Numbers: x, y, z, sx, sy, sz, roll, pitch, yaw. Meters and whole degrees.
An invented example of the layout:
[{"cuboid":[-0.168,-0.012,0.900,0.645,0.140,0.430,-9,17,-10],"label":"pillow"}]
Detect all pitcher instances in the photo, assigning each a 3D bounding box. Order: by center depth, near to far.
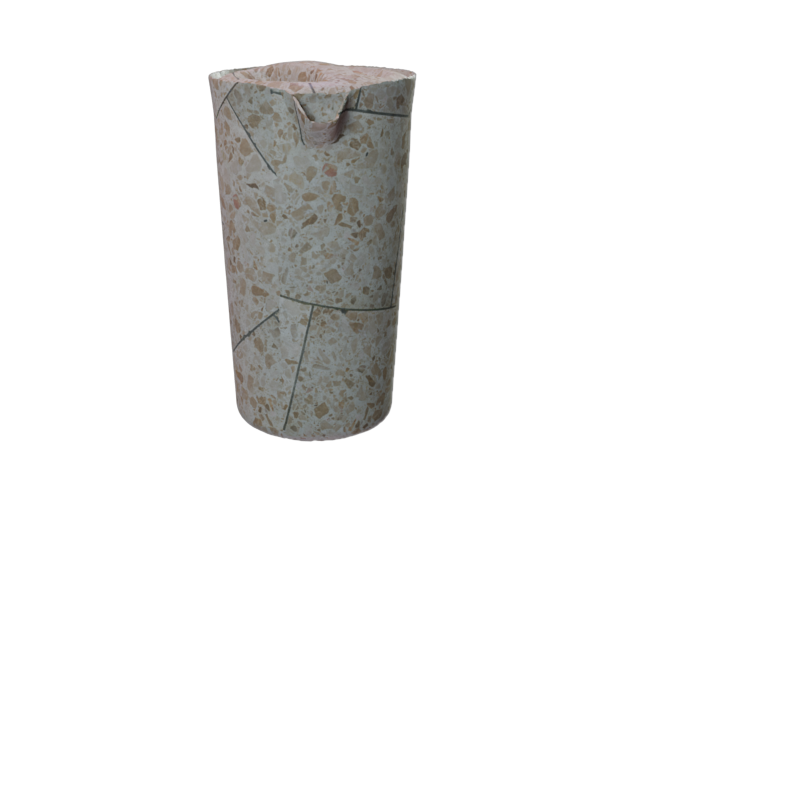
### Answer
[{"cuboid":[-0.059,-0.107,0.750,0.153,0.234,0.147,14,21,35],"label":"pitcher"}]
